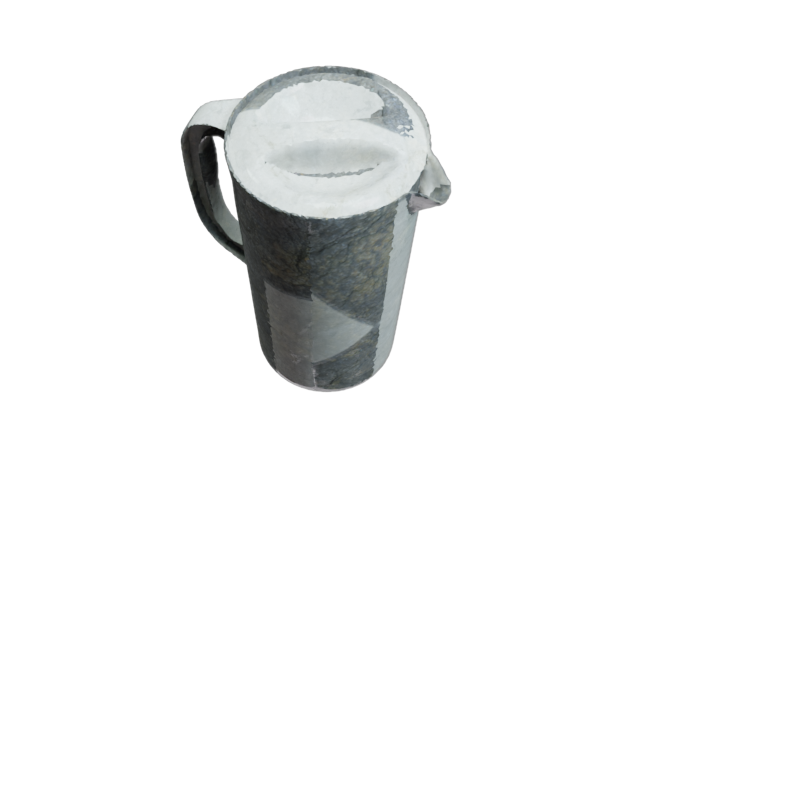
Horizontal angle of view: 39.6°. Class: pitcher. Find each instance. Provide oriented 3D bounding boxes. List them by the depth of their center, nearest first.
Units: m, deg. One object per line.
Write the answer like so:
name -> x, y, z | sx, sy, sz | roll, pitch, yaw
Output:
pitcher -> -0.062, -0.114, 0.797 | 0.144, 0.160, 0.227 | -19, -30, -15
